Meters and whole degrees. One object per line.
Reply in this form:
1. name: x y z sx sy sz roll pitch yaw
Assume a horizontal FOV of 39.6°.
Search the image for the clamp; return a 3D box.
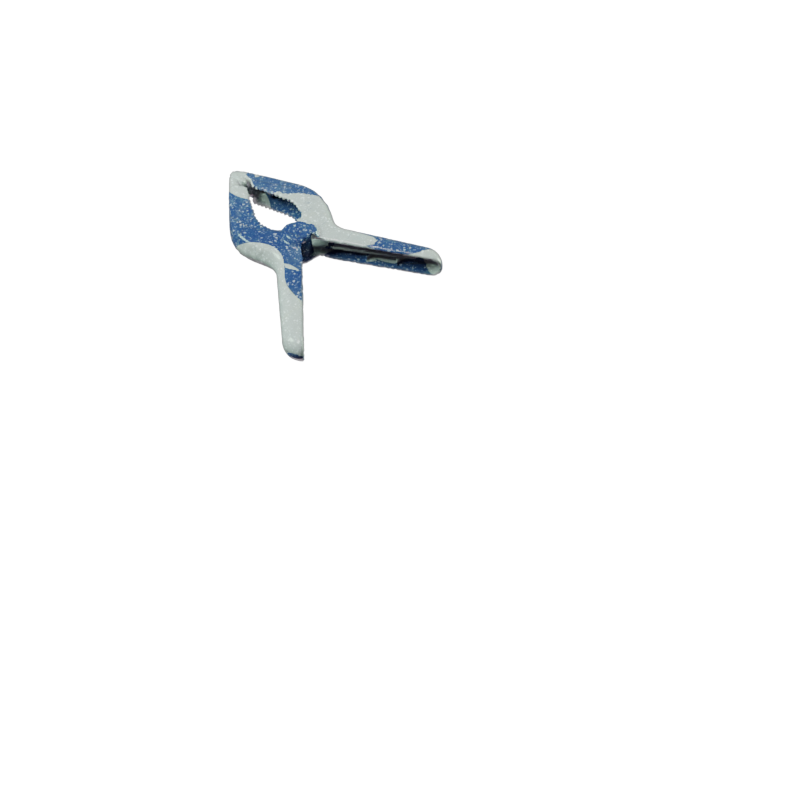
1. clamp: -0.077 -0.140 0.983 0.164 0.226 0.034 -26 -35 -20
